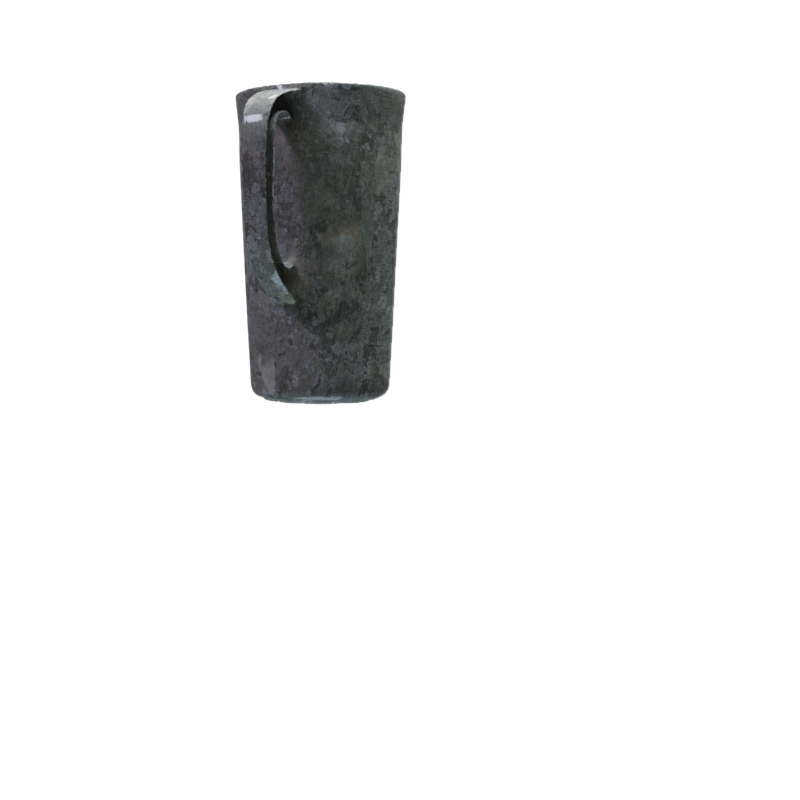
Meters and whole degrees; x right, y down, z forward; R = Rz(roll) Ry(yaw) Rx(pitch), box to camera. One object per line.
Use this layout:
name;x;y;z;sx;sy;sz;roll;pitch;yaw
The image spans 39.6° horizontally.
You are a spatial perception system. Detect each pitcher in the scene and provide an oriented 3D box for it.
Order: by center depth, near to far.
pitcher;-0.067;-0.122;0.856;0.145;0.244;0.148;0;0;-22
